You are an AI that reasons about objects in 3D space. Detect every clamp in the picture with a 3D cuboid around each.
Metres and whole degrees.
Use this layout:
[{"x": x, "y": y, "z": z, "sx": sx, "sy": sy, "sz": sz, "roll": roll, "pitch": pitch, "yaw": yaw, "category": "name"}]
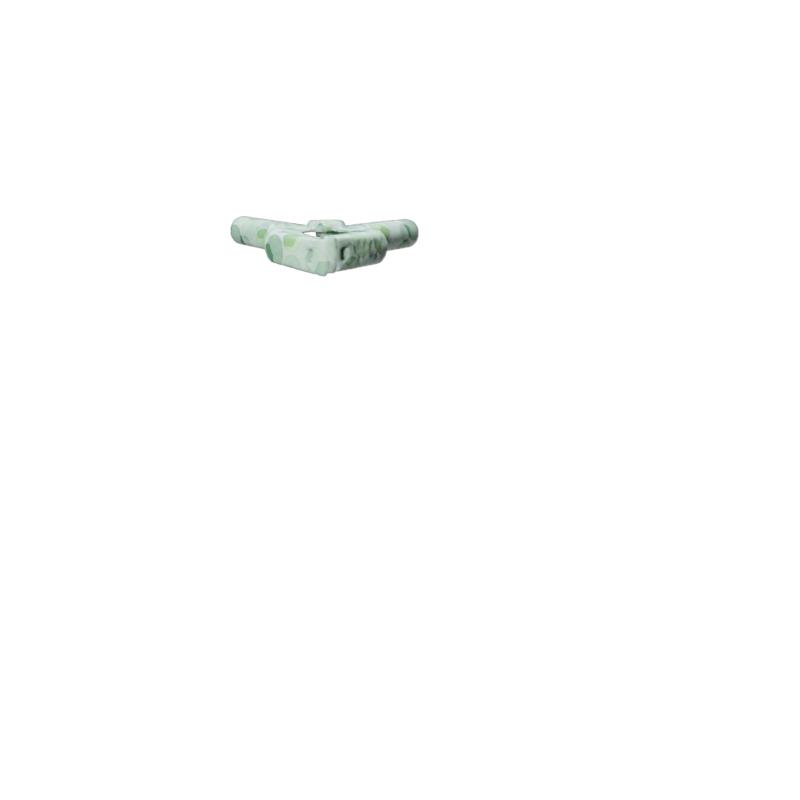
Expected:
[{"x": -0.070, "y": -0.128, "z": 0.894, "sx": 0.166, "sy": 0.035, "sz": 0.213, "roll": 1, "pitch": 14, "yaw": 4, "category": "clamp"}]
